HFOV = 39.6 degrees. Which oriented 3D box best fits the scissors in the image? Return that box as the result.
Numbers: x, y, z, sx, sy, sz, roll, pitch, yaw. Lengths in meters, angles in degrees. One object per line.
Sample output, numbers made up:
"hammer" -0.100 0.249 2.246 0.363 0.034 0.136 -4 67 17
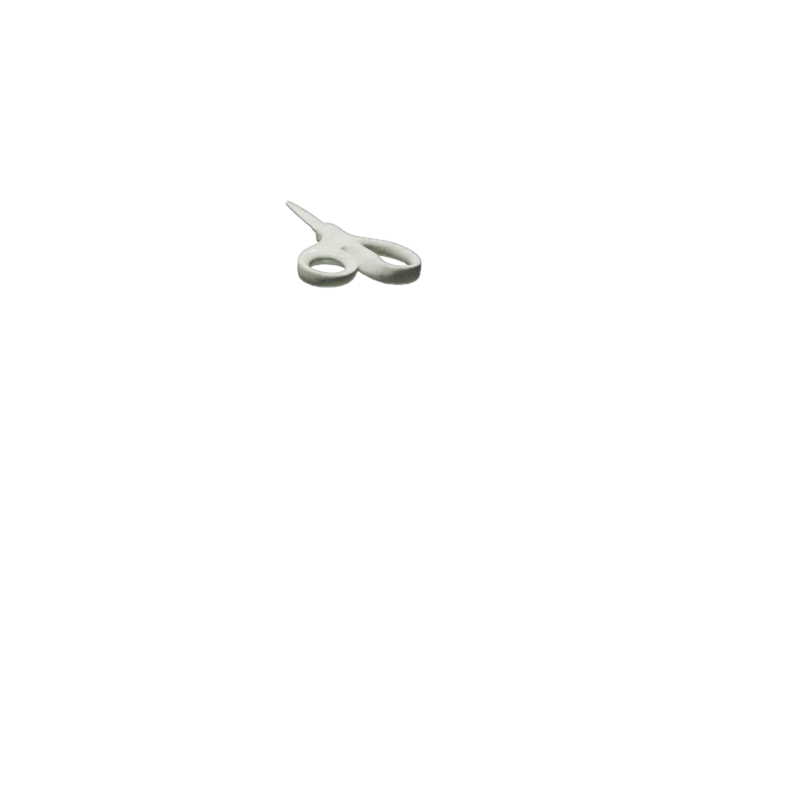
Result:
"scissors" -0.066 -0.121 0.845 0.094 0.015 0.215 -17 30 -33
